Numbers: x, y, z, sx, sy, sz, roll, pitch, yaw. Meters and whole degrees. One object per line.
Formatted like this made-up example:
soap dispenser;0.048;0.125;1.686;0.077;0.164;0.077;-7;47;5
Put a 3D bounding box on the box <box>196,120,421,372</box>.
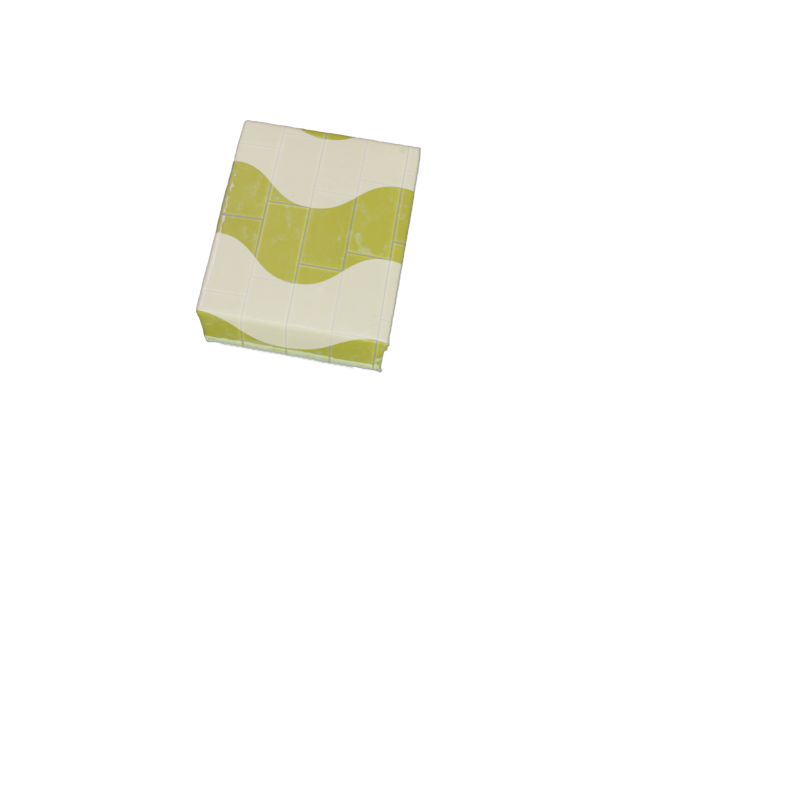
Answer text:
box;-0.042;-0.077;0.537;0.090;0.119;0.037;8;-26;3
